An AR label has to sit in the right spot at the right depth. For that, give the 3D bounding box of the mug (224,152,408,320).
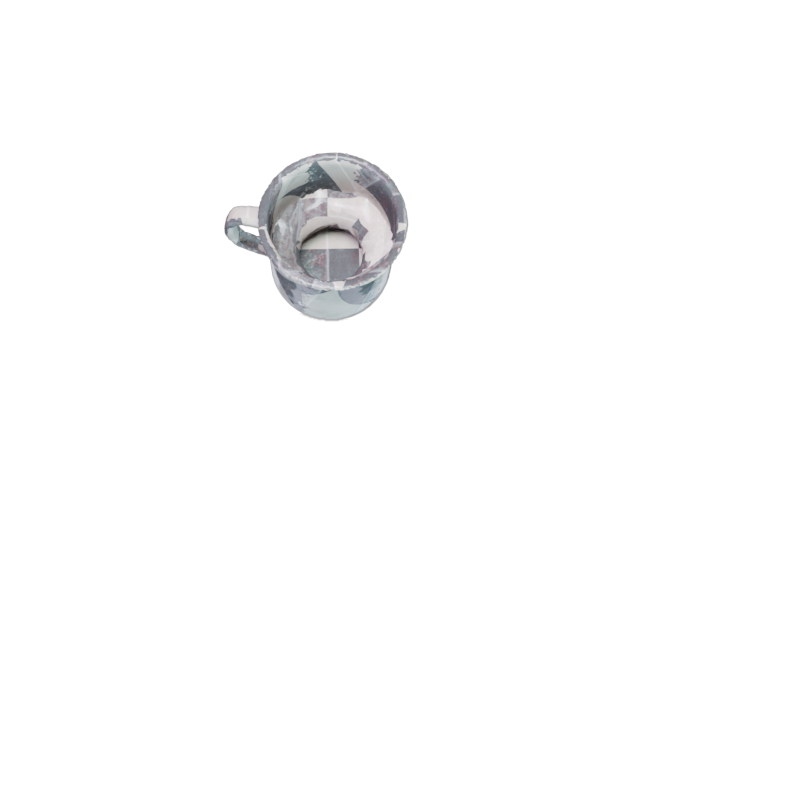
[{"bbox_3d":[-0.056,-0.103,0.721,0.117,0.097,0.078,7,-19,1],"label":"mug"}]
